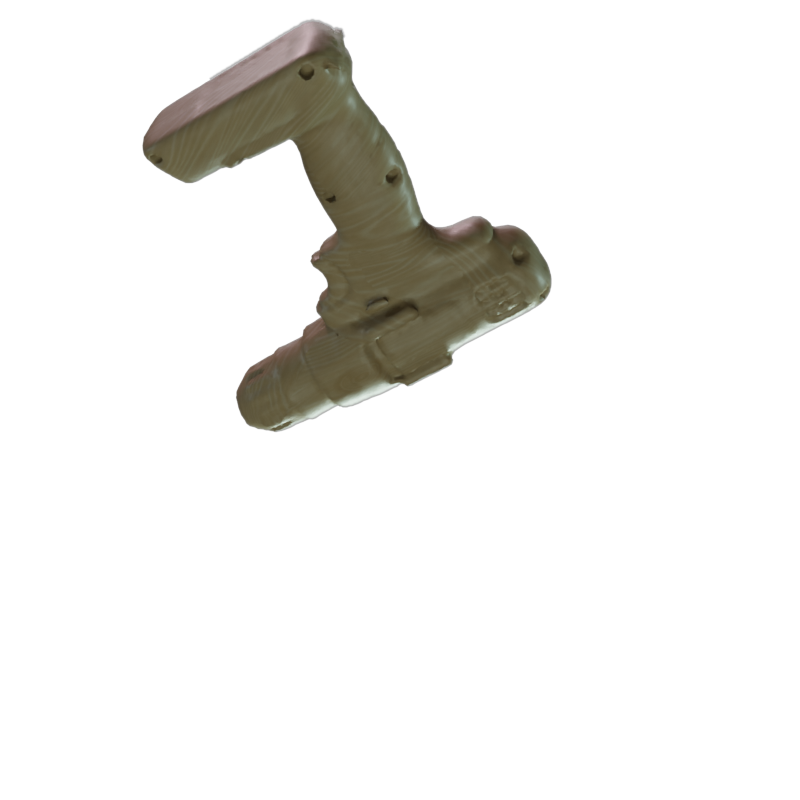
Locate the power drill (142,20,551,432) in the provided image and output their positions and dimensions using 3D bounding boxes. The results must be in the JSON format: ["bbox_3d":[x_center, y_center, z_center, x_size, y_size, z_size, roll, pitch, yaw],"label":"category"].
[{"bbox_3d":[-0.044,-0.079,0.557,0.184,0.176,0.061,-29,28,16],"label":"power drill"}]
